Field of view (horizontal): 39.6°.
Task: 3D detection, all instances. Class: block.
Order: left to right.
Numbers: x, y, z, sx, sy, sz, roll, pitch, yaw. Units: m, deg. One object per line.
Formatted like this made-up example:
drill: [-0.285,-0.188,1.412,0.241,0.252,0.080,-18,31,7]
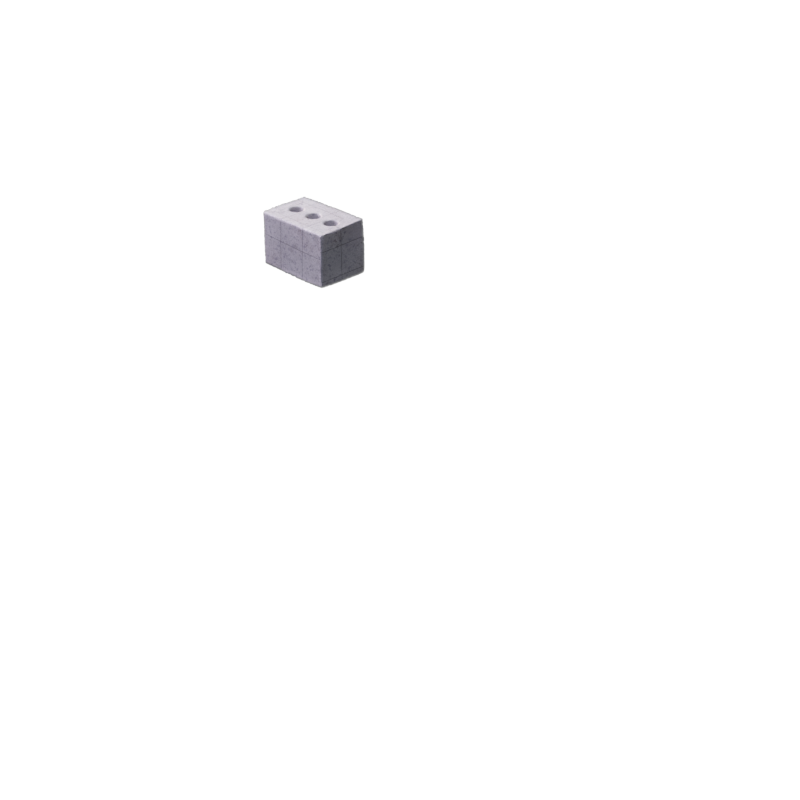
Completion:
block: [-0.077,-0.140,0.979,0.083,0.048,0.052,26,36,38]
